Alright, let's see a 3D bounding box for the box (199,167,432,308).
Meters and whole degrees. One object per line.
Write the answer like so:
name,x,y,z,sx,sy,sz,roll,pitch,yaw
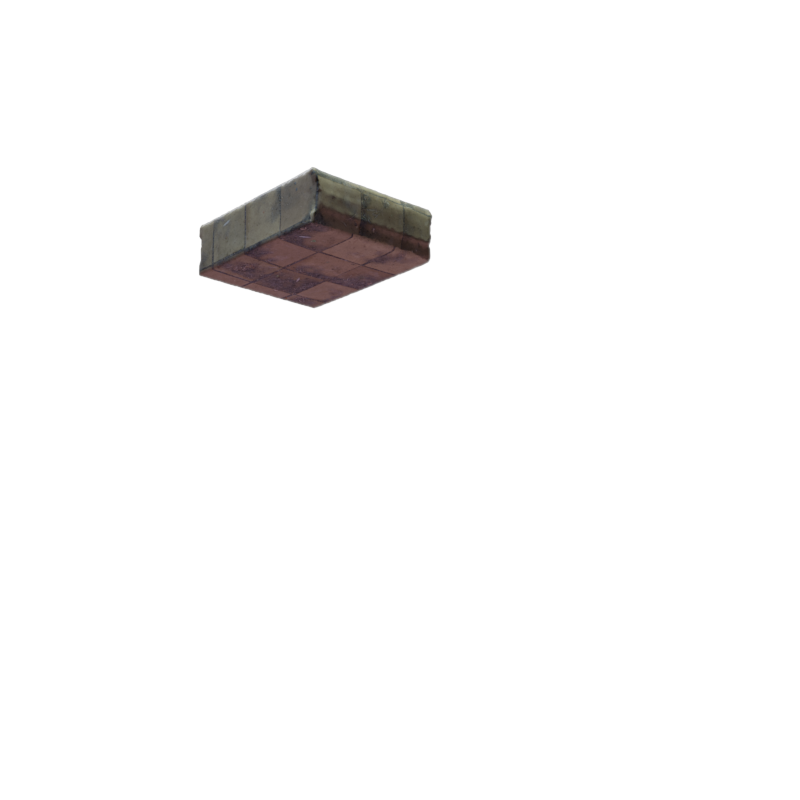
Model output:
box,-0.041,-0.075,0.525,0.069,0.032,0.090,14,-21,-40
